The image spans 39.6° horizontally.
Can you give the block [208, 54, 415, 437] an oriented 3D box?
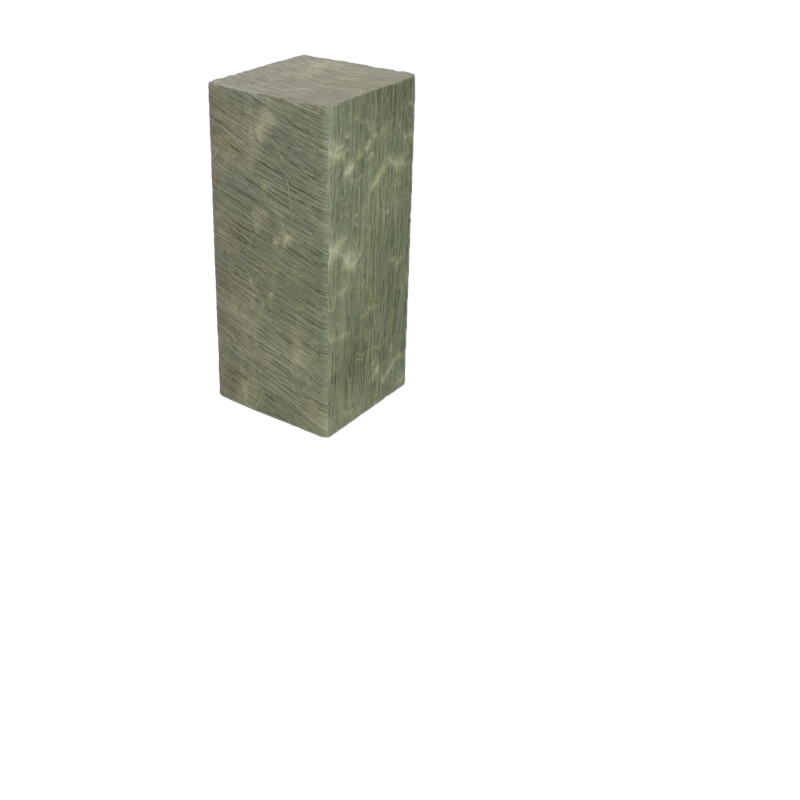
[{"bbox_3d":[-0.053,-0.097,0.679,0.095,0.196,0.090,18,29,32],"label":"block"}]
